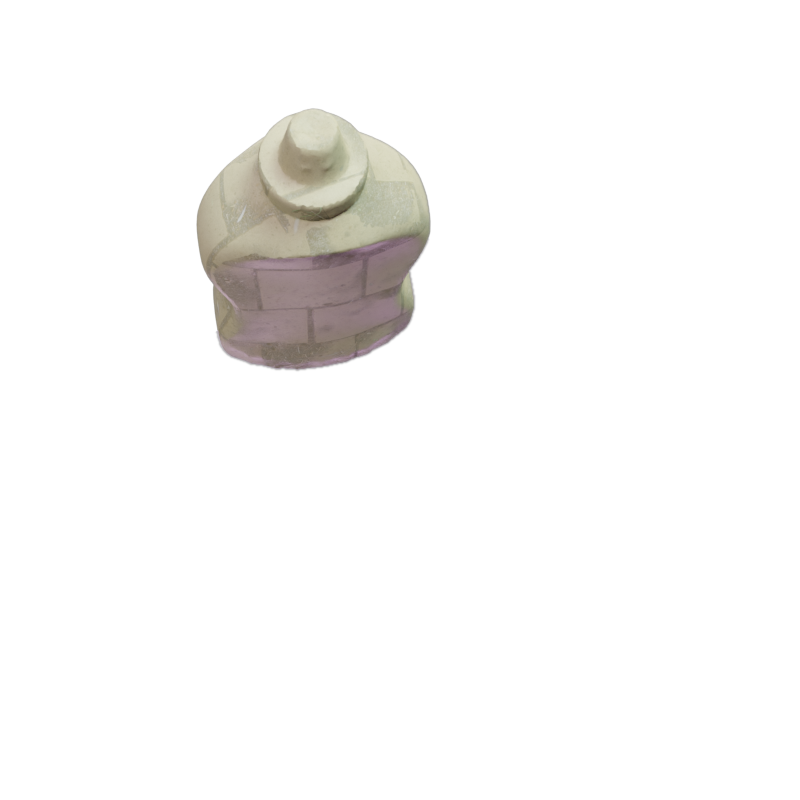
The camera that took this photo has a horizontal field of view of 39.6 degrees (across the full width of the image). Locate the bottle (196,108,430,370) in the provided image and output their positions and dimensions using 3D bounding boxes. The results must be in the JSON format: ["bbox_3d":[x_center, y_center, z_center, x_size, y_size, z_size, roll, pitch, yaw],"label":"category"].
[{"bbox_3d":[-0.037,-0.068,0.472,0.095,0.061,0.183,-7,-16,-6],"label":"bottle"}]
